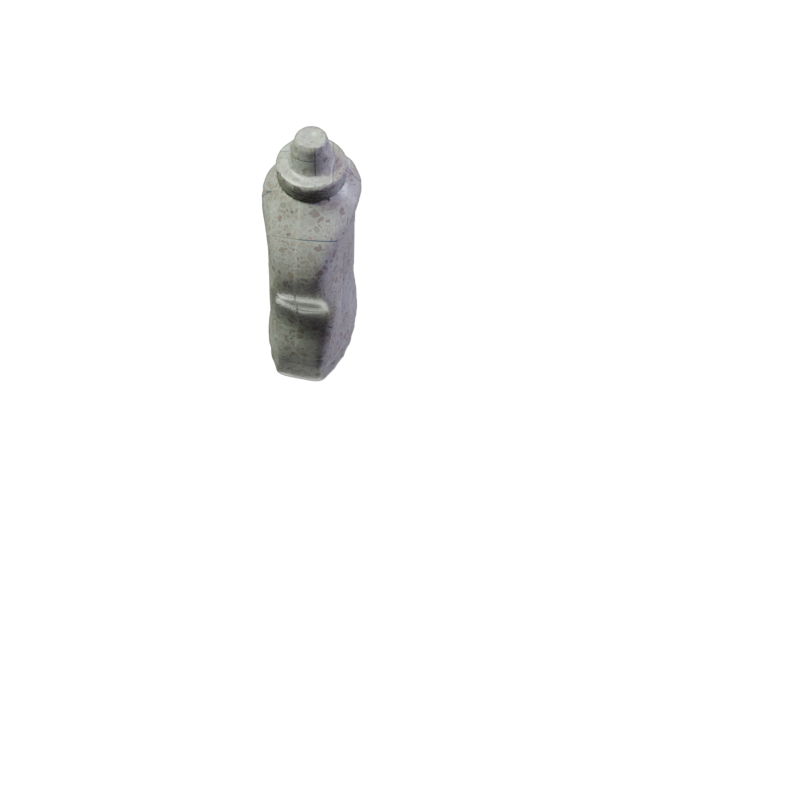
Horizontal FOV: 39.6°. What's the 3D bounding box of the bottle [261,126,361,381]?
[{"bbox_3d":[-0.054,-0.098,0.688,0.059,0.101,0.180,11,-32,3],"label":"bottle"}]
